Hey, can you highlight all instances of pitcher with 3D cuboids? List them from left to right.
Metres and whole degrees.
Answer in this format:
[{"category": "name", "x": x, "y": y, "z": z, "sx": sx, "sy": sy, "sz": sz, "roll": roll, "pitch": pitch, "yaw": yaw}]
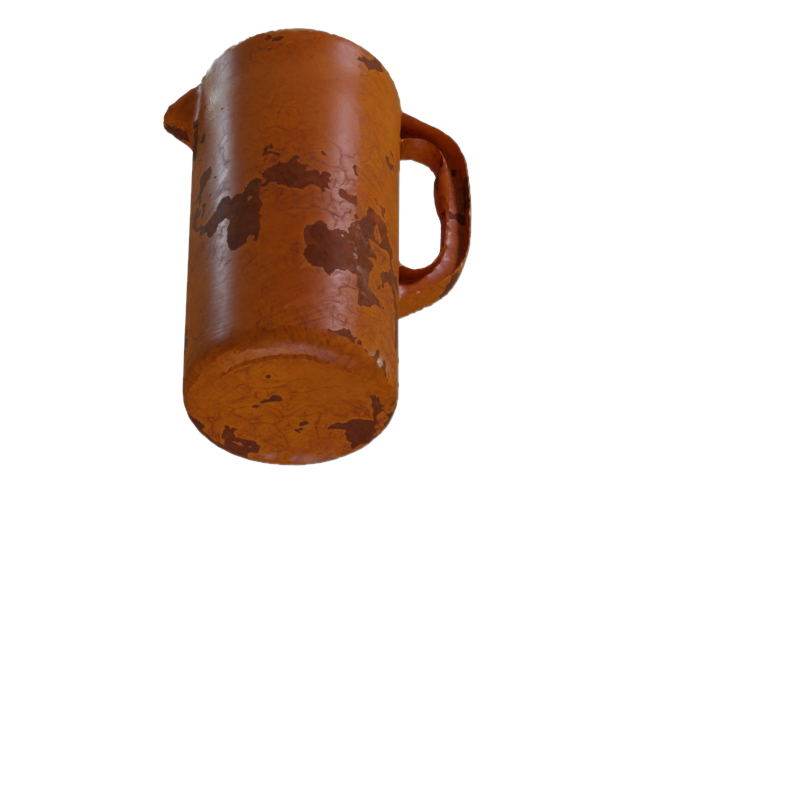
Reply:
[{"category": "pitcher", "x": -0.049, "y": -0.090, "z": 0.630, "sx": 0.149, "sy": 0.261, "sz": 0.134, "roll": -25, "pitch": -46, "yaw": 24}]
